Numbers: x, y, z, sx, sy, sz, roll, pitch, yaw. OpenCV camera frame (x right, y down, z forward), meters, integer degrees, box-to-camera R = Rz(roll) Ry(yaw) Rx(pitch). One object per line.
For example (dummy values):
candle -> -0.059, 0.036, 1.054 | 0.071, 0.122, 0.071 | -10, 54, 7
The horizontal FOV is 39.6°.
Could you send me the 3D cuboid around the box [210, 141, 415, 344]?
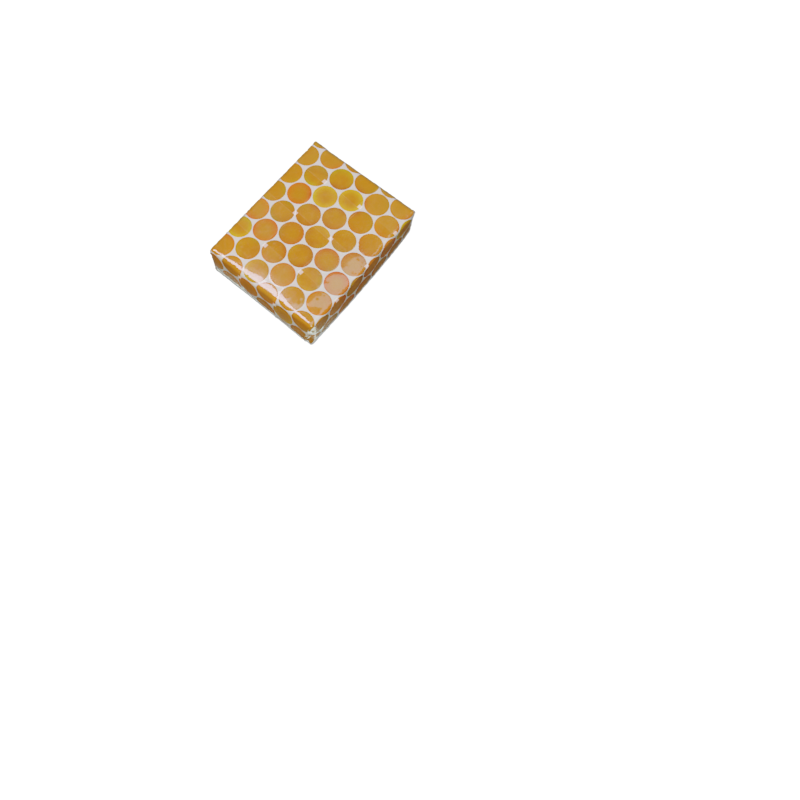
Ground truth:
box -> -0.059, -0.108, 0.756 | 0.093, 0.115, 0.037 | 36, -20, 15
